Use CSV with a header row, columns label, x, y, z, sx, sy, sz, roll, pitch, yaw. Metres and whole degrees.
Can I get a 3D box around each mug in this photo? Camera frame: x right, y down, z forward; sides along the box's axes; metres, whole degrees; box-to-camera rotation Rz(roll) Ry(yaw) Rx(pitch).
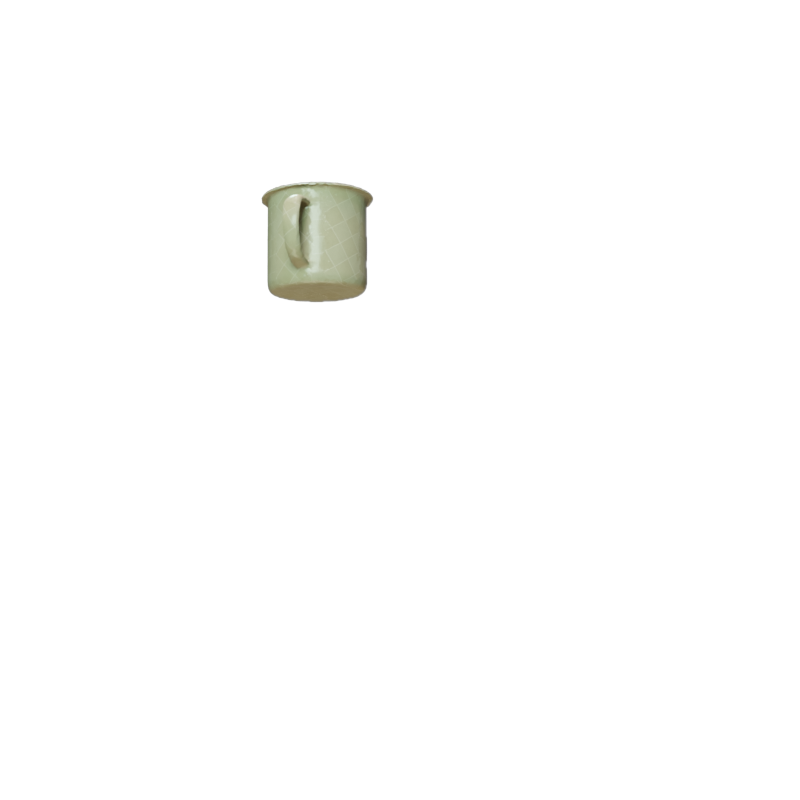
label,x,y,z,sx,sy,sz,roll,pitch,yaw
mug,-0.071,-0.129,0.903,0.095,0.084,0.112,-3,-10,12
